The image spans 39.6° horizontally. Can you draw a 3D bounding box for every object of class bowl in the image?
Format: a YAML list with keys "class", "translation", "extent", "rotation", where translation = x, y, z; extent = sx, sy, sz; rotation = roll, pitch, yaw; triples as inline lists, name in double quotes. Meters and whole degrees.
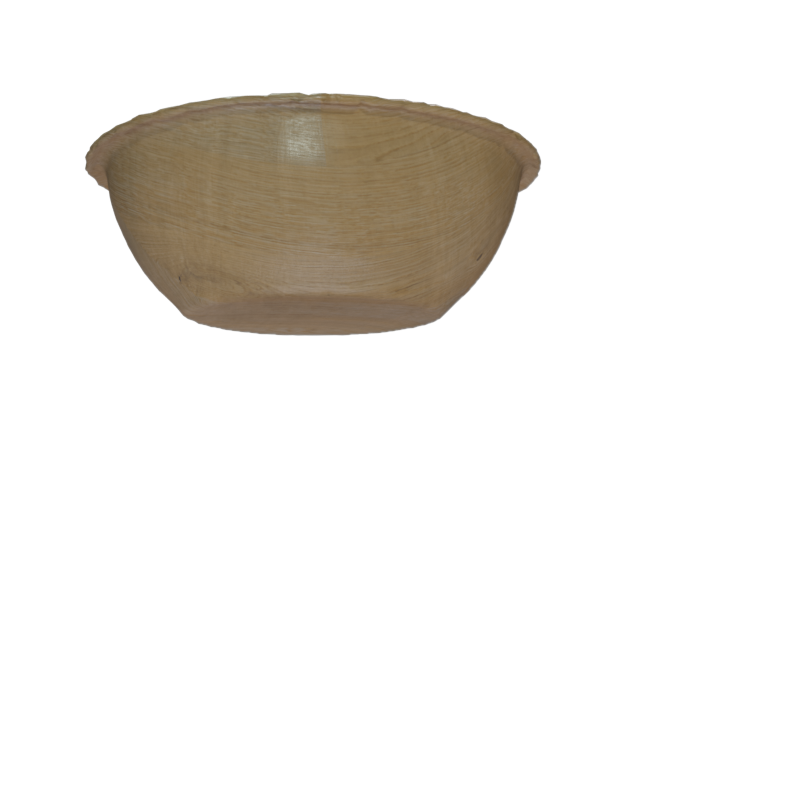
- class: "bowl"
  translation: [-0.031, -0.056, 0.394]
  extent: [0.162, 0.056, 0.159]
  rotation: [0, -6, -2]
